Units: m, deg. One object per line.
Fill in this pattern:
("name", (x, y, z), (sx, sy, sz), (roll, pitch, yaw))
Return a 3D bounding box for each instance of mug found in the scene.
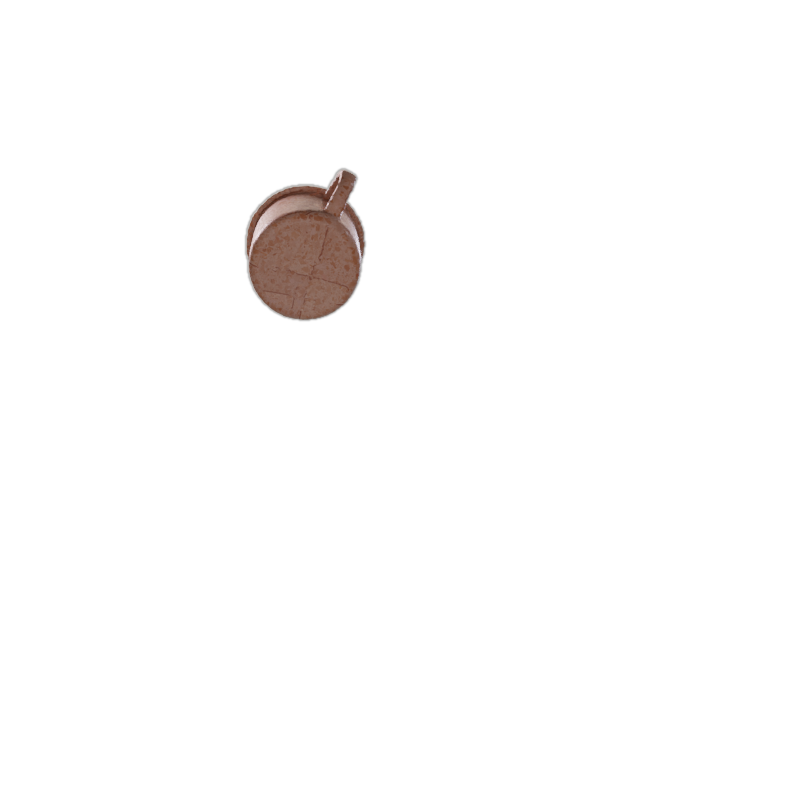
("mug", (-0.064, -0.118, 0.823), (0.091, 0.115, 0.084), (31, 12, -10))
